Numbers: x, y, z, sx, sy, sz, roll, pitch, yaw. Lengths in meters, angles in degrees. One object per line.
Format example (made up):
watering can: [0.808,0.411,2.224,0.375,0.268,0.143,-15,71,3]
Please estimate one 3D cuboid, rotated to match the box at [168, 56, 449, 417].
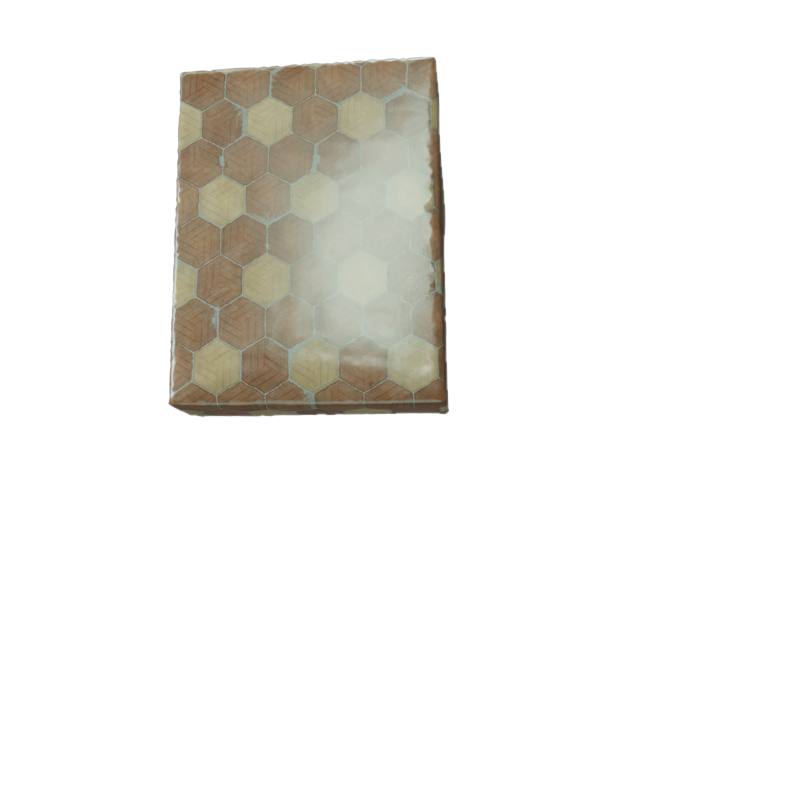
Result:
box: [-0.054,-0.099,0.692,0.165,0.222,0.069,-2,-15,7]
